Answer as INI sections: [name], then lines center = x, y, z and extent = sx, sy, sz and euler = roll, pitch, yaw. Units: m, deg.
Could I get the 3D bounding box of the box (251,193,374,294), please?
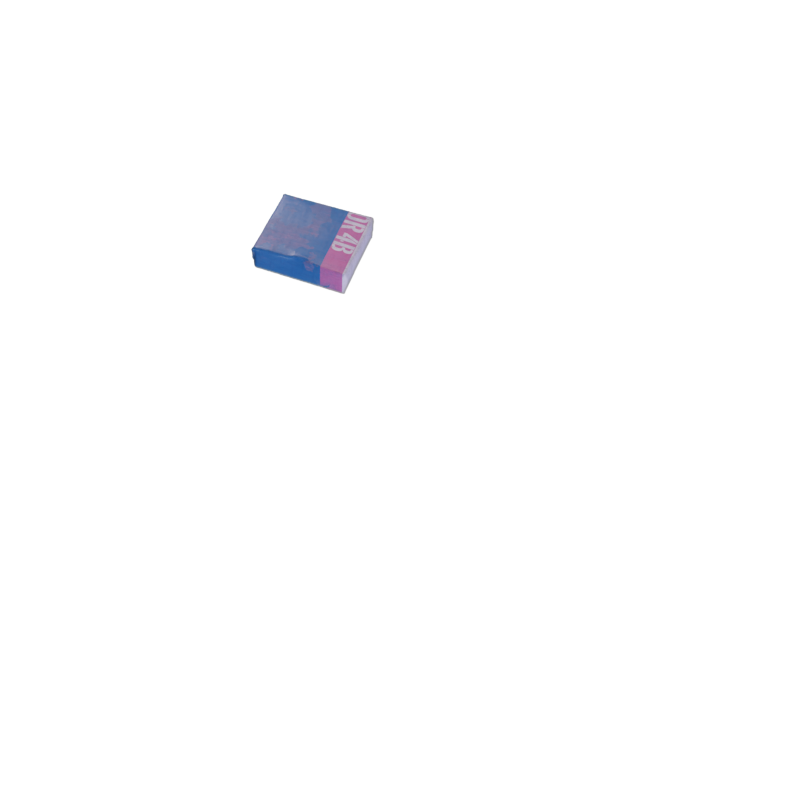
[box]
center = -0.077, -0.140, 0.984
extent = 0.092, 0.076, 0.028
euler = 17, -37, 13
